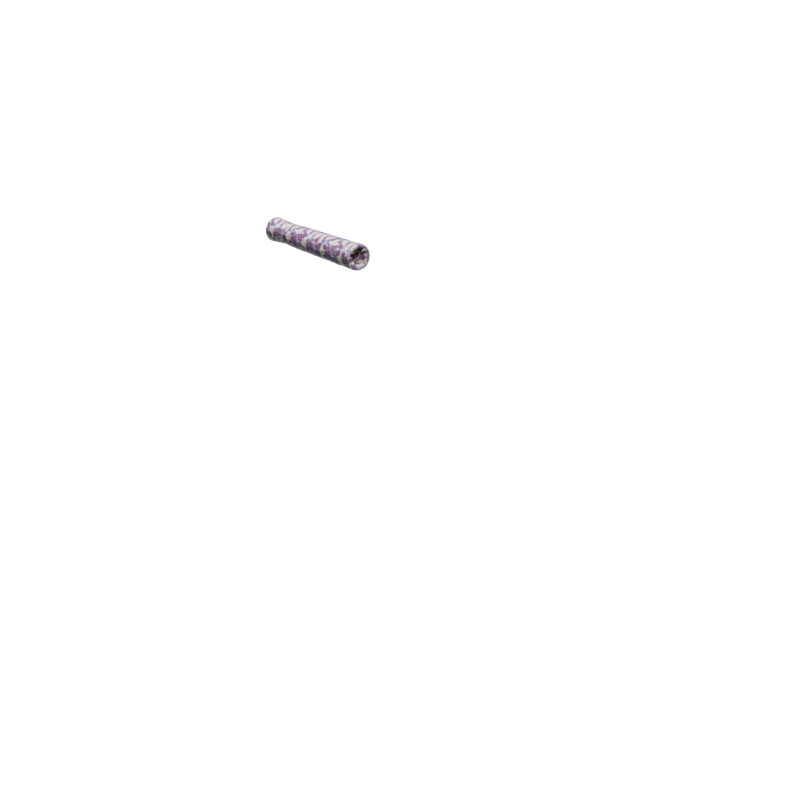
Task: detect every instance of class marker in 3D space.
[{"bbox_3d":[-0.063,-0.115,0.808,0.019,0.019,0.128,-3,18,-34],"label":"marker"}]
